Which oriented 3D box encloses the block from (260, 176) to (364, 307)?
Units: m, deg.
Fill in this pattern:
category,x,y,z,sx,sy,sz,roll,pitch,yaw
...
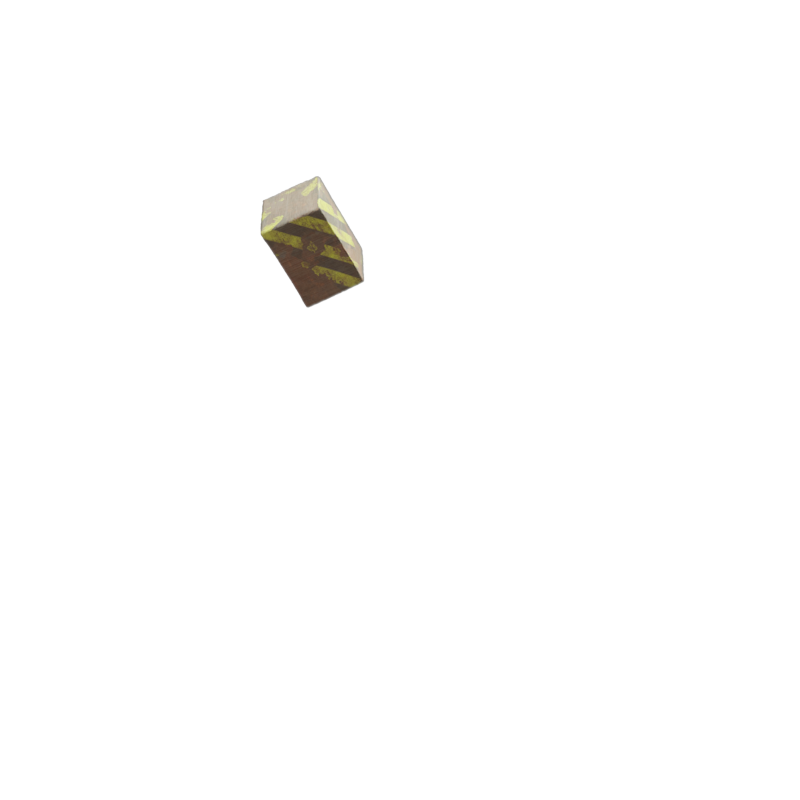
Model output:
category,x,y,z,sx,sy,sz,roll,pitch,yaw
block,-0.068,-0.124,0.865,0.053,0.073,0.055,-23,32,13
